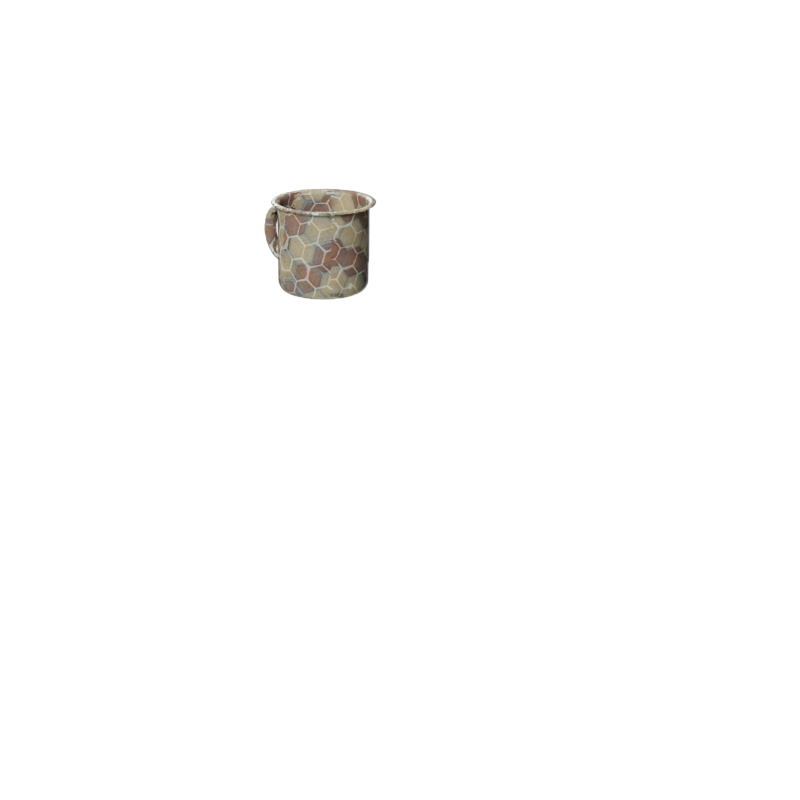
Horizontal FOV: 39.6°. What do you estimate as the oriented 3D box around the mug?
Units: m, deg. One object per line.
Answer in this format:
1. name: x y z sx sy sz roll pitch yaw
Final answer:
1. mug: -0.078 -0.143 0.999 0.123 0.078 0.092 16 25 35
